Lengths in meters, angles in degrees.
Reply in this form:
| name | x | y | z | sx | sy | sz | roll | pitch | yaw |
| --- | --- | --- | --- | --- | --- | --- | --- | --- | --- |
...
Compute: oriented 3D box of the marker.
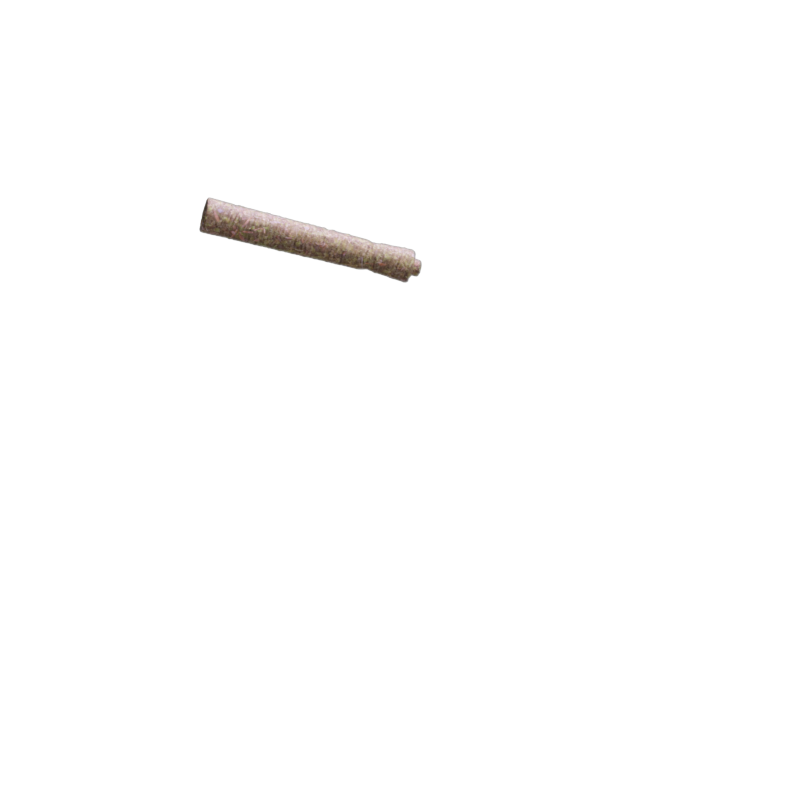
| name | x | y | z | sx | sy | sz | roll | pitch | yaw |
| --- | --- | --- | --- | --- | --- | --- | --- | --- | --- |
| marker | -0.046 | -0.085 | 0.593 | 0.118 | 0.020 | 0.020 | 13 | 1 | -11 |
